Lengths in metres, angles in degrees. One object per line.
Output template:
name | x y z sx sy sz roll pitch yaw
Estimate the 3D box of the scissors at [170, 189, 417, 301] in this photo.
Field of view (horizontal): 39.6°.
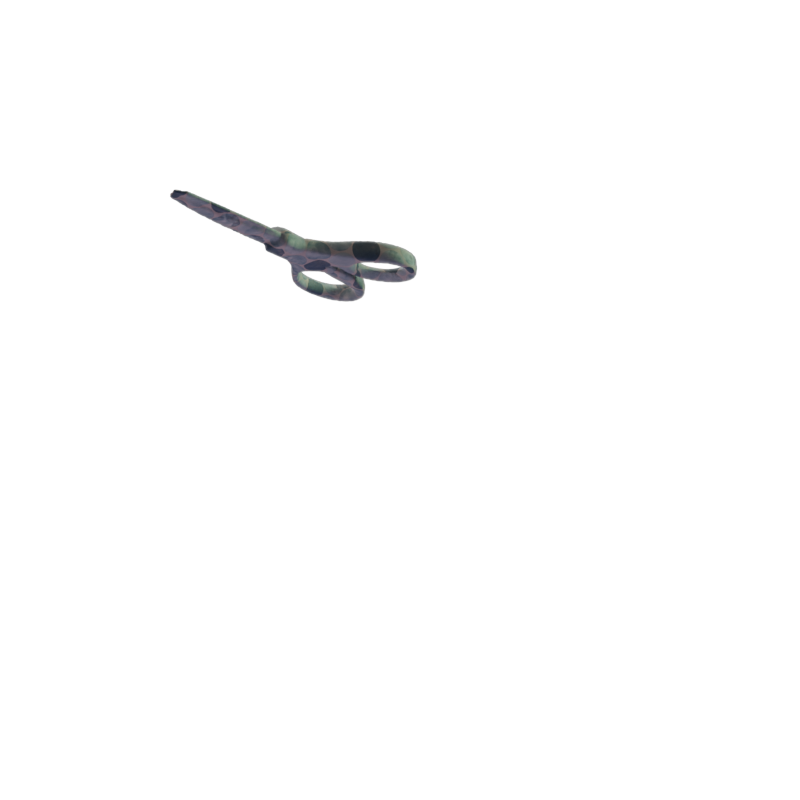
scissors | -0.055 -0.101 0.708 0.098 0.016 0.189 -6 -16 20
